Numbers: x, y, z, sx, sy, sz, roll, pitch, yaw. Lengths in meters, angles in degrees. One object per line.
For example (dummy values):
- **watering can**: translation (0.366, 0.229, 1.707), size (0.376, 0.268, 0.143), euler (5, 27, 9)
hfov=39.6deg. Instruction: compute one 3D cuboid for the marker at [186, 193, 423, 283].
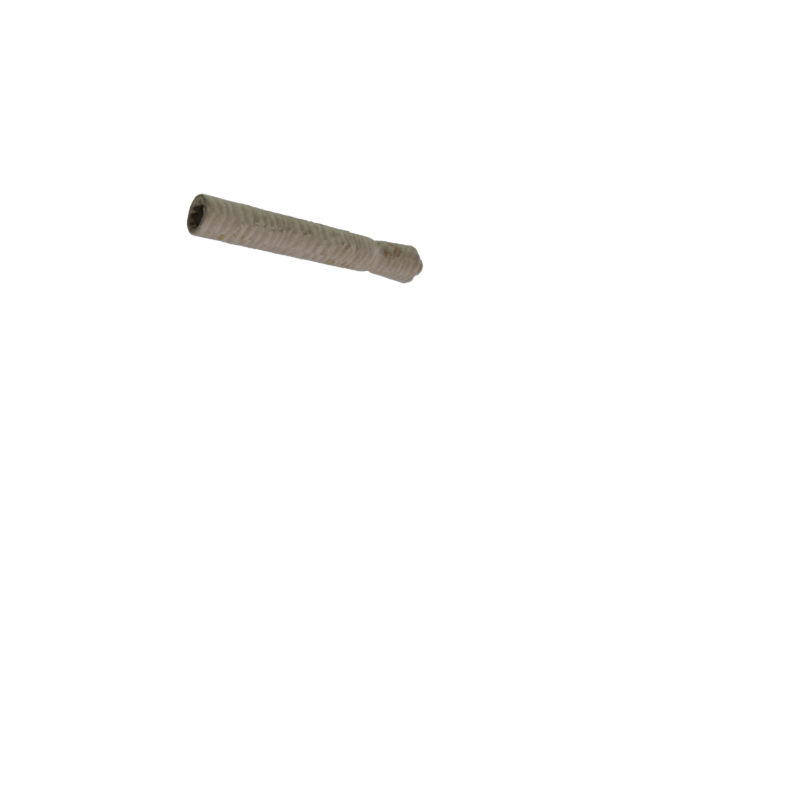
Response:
- **marker**: translation (-0.040, -0.073, 0.510), size (0.115, 0.020, 0.020), euler (9, -1, -31)
